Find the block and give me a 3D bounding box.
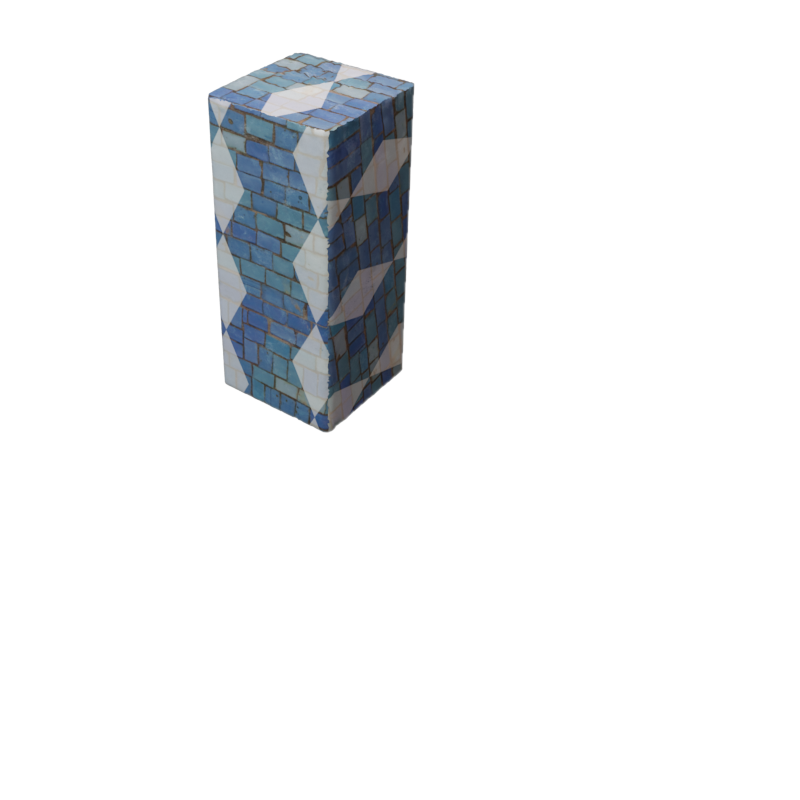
[{"bbox_3d":[-0.055,-0.098,0.691,0.096,0.193,0.091,23,38,28],"label":"block"}]
